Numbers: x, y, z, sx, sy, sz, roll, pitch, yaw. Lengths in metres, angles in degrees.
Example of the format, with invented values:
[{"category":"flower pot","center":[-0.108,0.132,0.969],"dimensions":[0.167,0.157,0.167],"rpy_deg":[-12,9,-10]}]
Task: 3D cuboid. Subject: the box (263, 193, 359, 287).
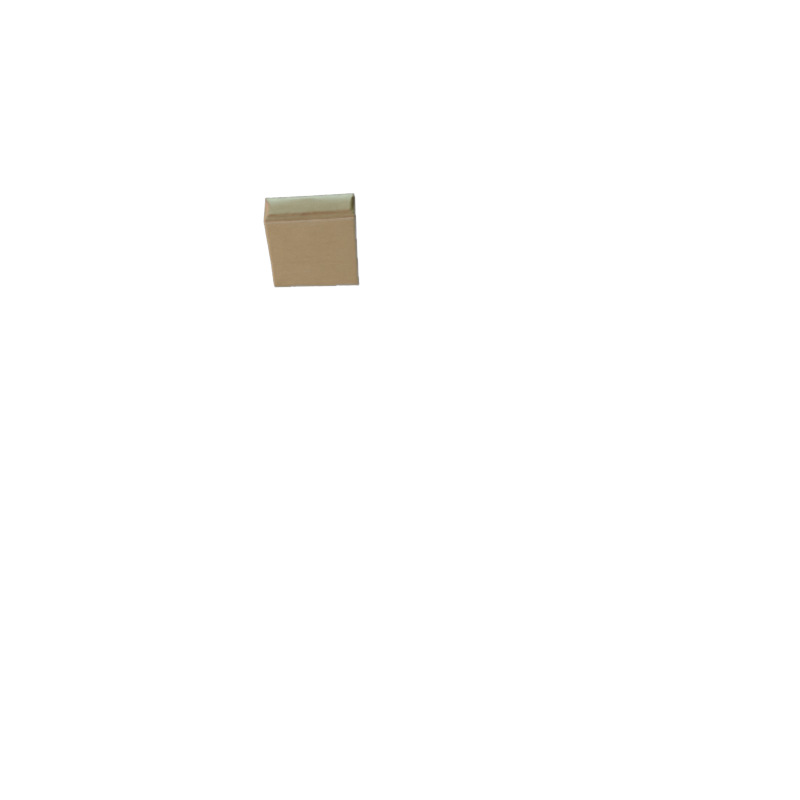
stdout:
[{"category":"box","center":[-0.072,-0.130,0.914],"dimensions":[0.073,0.032,0.083],"rpy_deg":[-2,-36,2]}]
